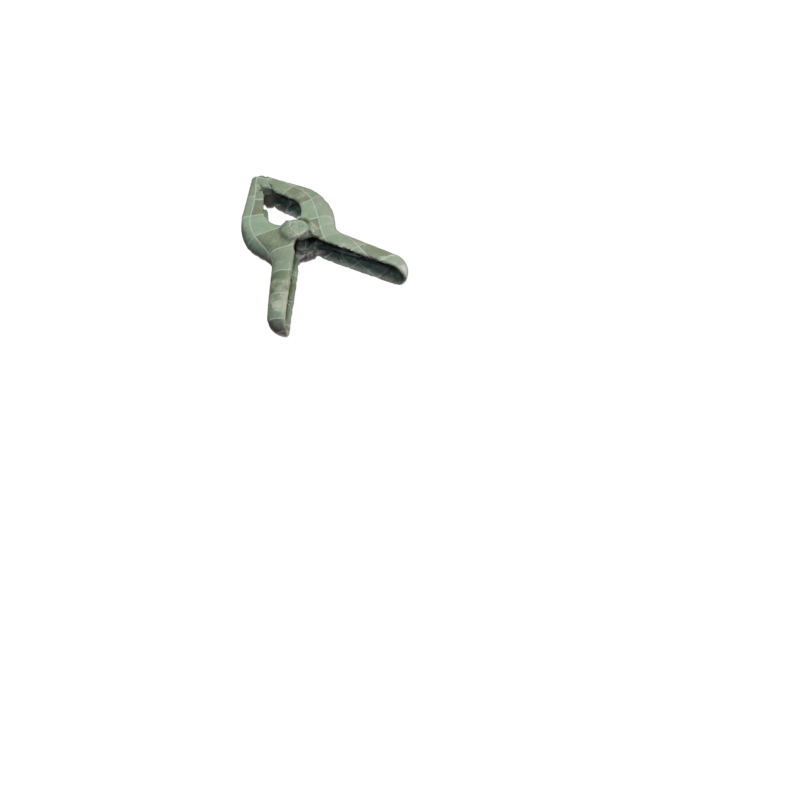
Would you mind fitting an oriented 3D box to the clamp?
[{"bbox_3d":[-0.072,-0.131,0.920,0.119,0.186,0.036,-15,-39,-13],"label":"clamp"}]
